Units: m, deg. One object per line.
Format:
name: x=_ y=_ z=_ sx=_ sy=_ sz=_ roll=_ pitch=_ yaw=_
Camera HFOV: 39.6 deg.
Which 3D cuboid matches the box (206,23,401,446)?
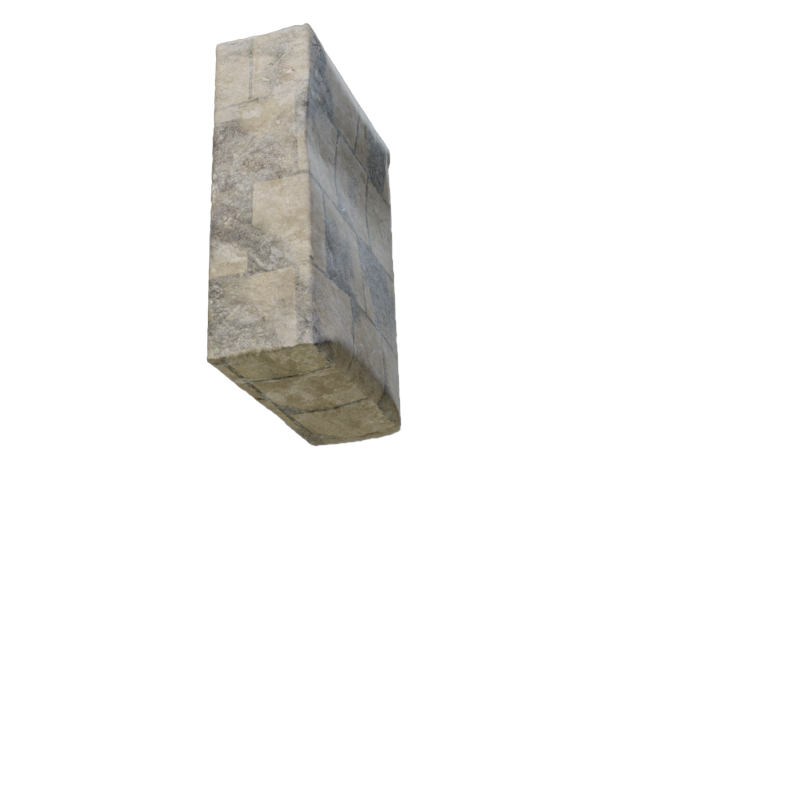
box: x=-0.054 y=-0.099 z=0.691 sx=0.073 sy=0.226 sz=0.153 roll=-10 pitch=-26 yaw=16
